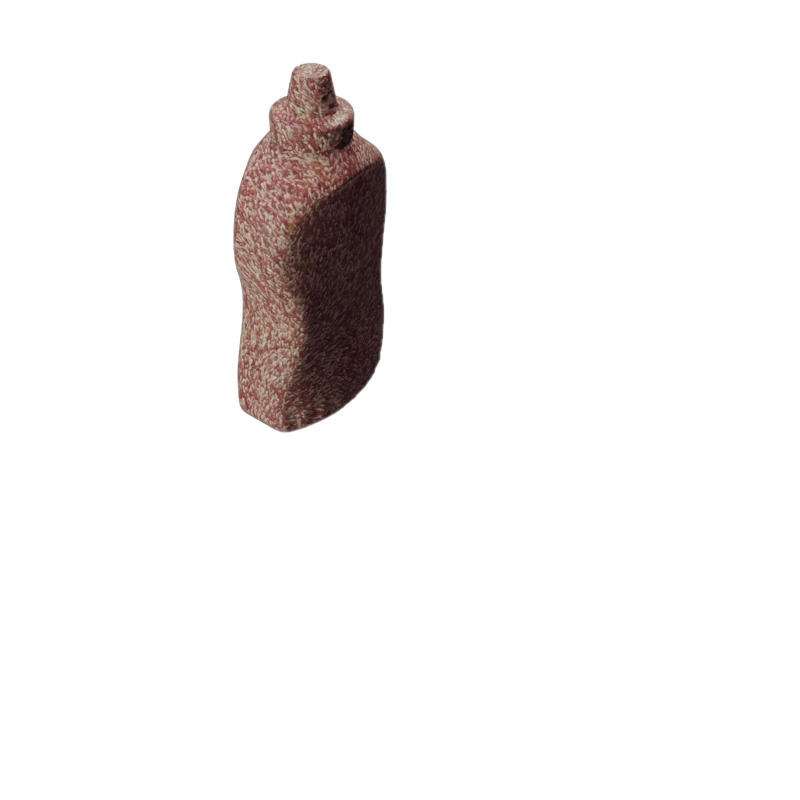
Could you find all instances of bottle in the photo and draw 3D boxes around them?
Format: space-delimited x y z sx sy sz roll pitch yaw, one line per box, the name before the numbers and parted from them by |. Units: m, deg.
bottle | -0.045 -0.081 0.568 0.062 0.179 0.097 26 43 27
